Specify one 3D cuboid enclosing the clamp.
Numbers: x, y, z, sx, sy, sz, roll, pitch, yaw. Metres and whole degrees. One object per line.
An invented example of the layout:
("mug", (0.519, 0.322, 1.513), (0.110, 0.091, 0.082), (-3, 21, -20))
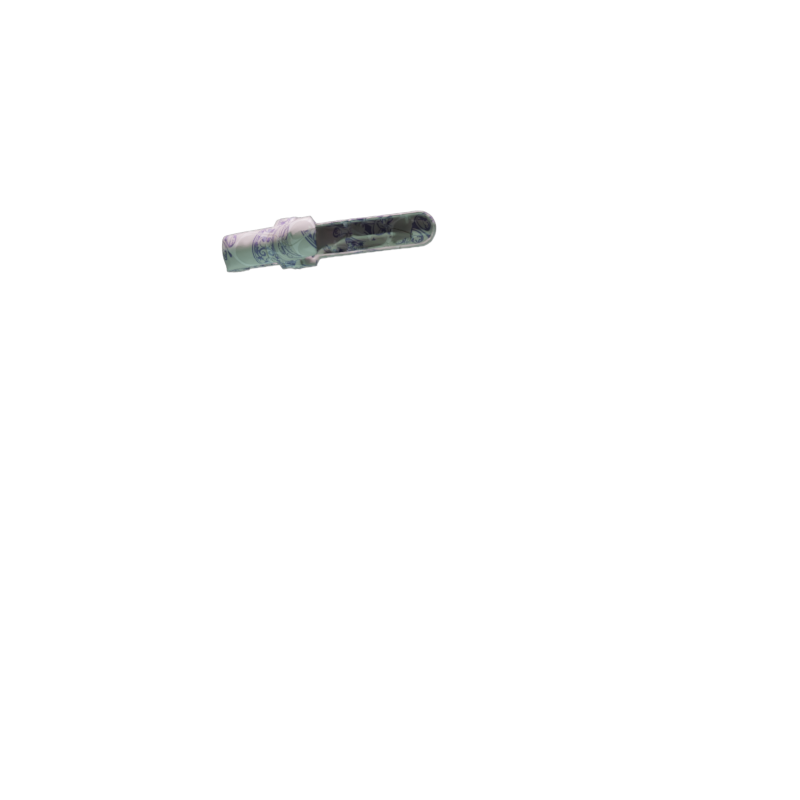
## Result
("clamp", (-0.061, -0.111, 0.779), (0.116, 0.039, 0.178), (-2, 5, -34))
